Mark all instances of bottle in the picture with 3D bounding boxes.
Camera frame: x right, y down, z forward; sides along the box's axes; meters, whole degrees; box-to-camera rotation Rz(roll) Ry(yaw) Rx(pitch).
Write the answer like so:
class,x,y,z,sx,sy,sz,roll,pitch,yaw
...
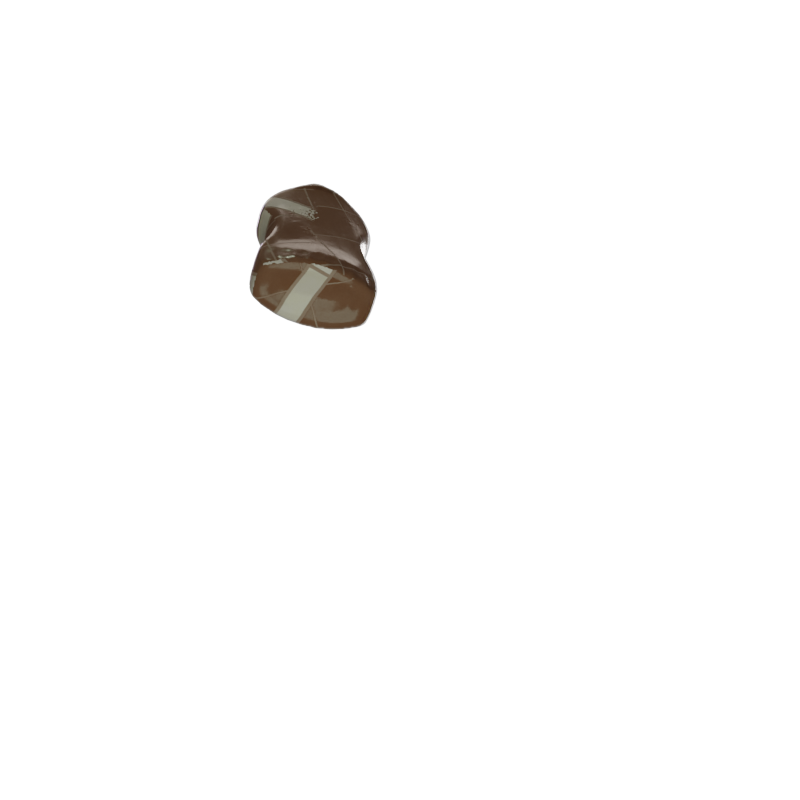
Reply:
class,x,y,z,sx,sy,sz,roll,pitch,yaw
bottle,-0.072,-0.132,0.921,0.094,0.056,0.204,12,30,-11
